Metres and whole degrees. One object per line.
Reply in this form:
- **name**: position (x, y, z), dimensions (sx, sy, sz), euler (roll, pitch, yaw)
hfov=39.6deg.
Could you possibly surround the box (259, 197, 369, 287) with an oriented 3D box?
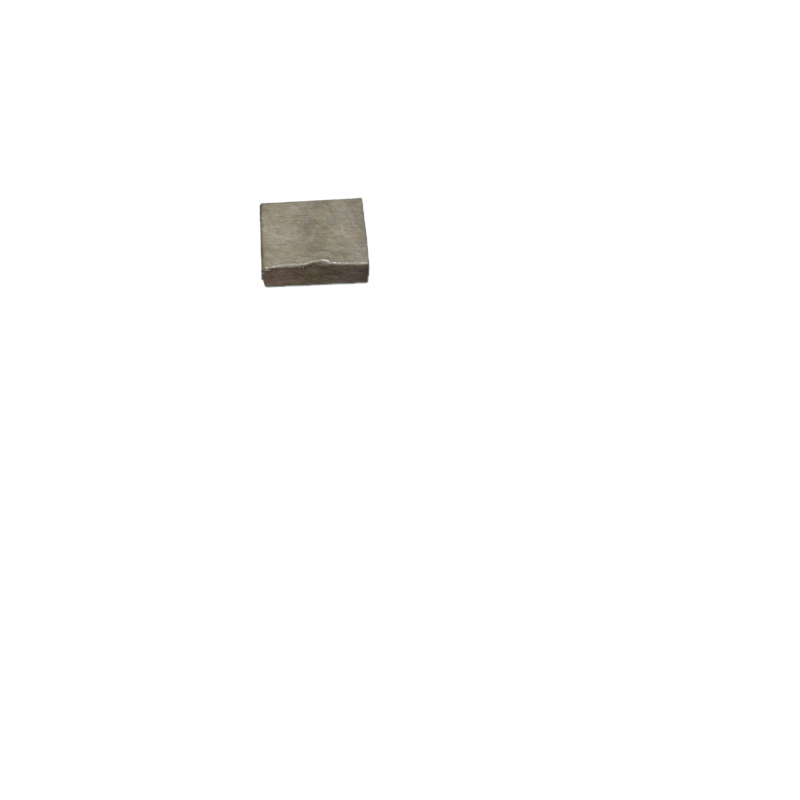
- **box**: position (-0.073, -0.132, 0.928), dimensions (0.089, 0.078, 0.028), euler (-3, -36, -3)
